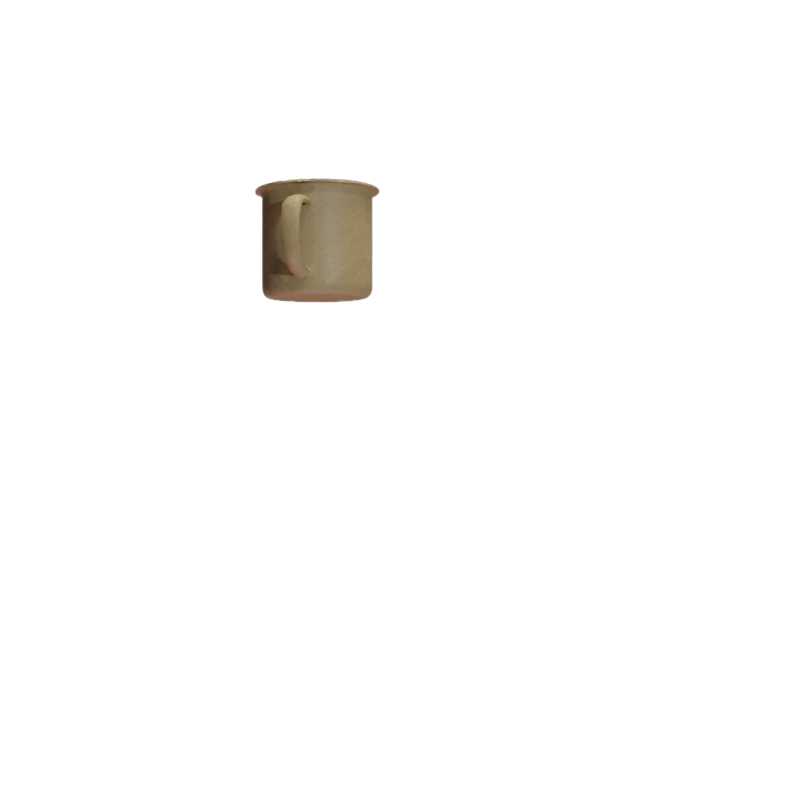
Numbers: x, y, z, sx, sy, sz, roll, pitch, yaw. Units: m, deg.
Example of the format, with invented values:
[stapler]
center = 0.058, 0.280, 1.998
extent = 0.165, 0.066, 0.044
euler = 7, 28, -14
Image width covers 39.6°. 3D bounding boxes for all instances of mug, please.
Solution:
[mug]
center = -0.063, -0.116, 0.811
extent = 0.095, 0.083, 0.114
euler = -1, -3, 11
